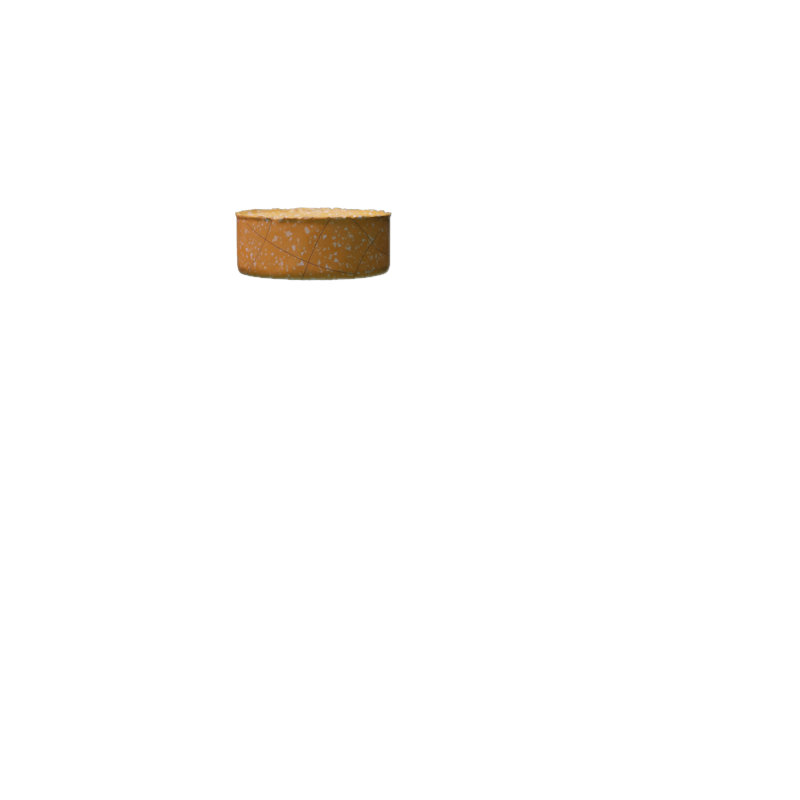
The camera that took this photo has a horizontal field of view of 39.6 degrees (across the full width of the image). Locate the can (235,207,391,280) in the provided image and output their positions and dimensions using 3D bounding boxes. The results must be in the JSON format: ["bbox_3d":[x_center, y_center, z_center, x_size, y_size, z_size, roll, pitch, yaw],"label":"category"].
[{"bbox_3d":[-0.048,-0.087,0.608,0.086,0.033,0.088,0,12,-2],"label":"can"}]
